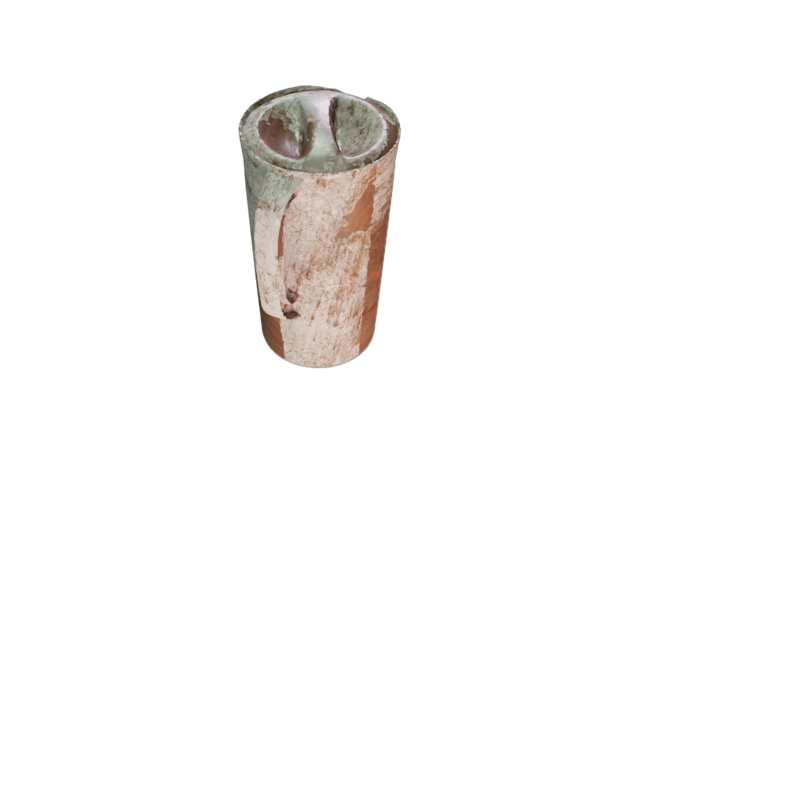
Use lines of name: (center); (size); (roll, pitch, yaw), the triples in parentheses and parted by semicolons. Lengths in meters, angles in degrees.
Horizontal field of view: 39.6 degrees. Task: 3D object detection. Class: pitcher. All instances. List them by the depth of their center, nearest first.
pitcher: (-0.076, -0.139, 0.974); (0.147, 0.226, 0.157); (-16, 46, -19)
